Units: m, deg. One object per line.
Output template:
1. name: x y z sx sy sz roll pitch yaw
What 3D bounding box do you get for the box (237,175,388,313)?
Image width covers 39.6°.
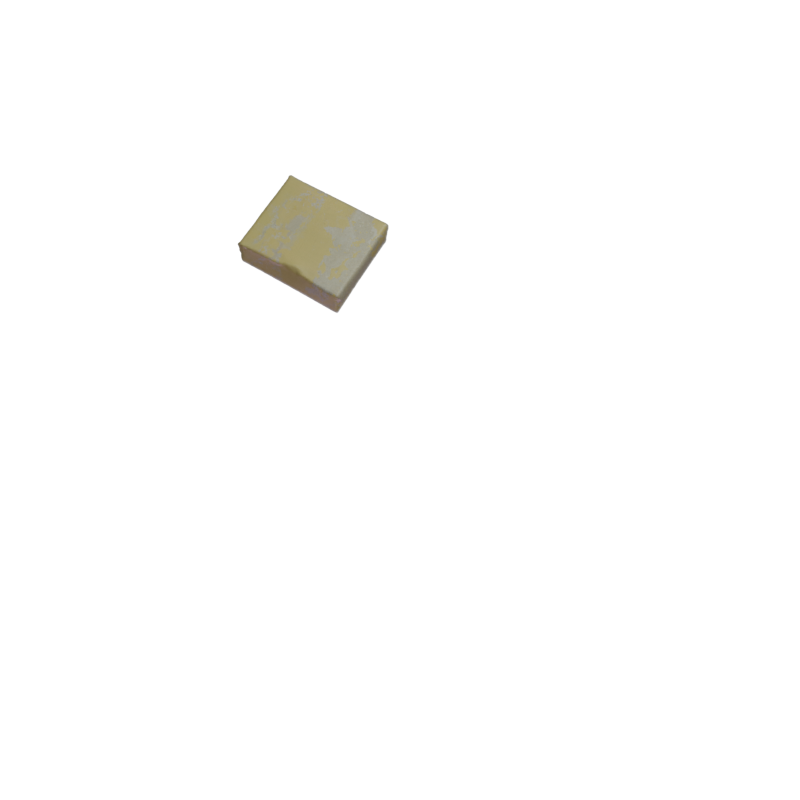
1. box: -0.065 -0.119 0.832 0.092 0.075 0.028 29 -24 14
